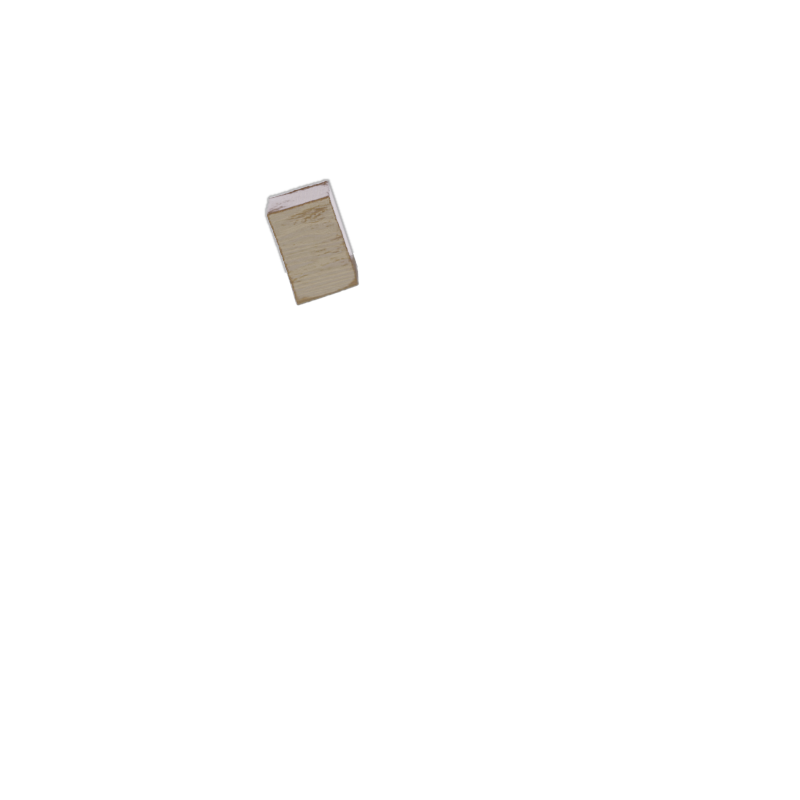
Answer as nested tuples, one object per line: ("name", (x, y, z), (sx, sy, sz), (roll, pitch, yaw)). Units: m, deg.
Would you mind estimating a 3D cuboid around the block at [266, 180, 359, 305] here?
("block", (-0.068, -0.124, 0.868), (0.053, 0.075, 0.053), (-16, 19, 4))
